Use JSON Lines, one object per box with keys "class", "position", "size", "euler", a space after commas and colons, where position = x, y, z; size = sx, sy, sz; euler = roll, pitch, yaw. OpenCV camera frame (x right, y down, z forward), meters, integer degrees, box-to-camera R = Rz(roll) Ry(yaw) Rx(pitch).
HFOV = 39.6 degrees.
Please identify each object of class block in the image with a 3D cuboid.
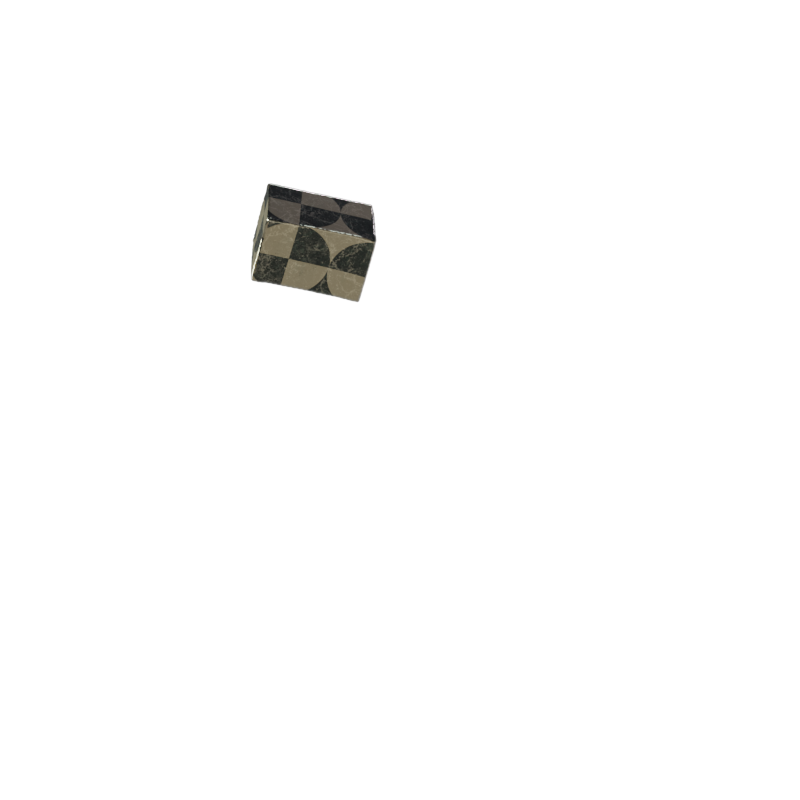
{"class": "block", "position": [-0.060, -0.110, 0.768], "size": [0.077, 0.050, 0.055], "euler": [12, 34, -9]}
